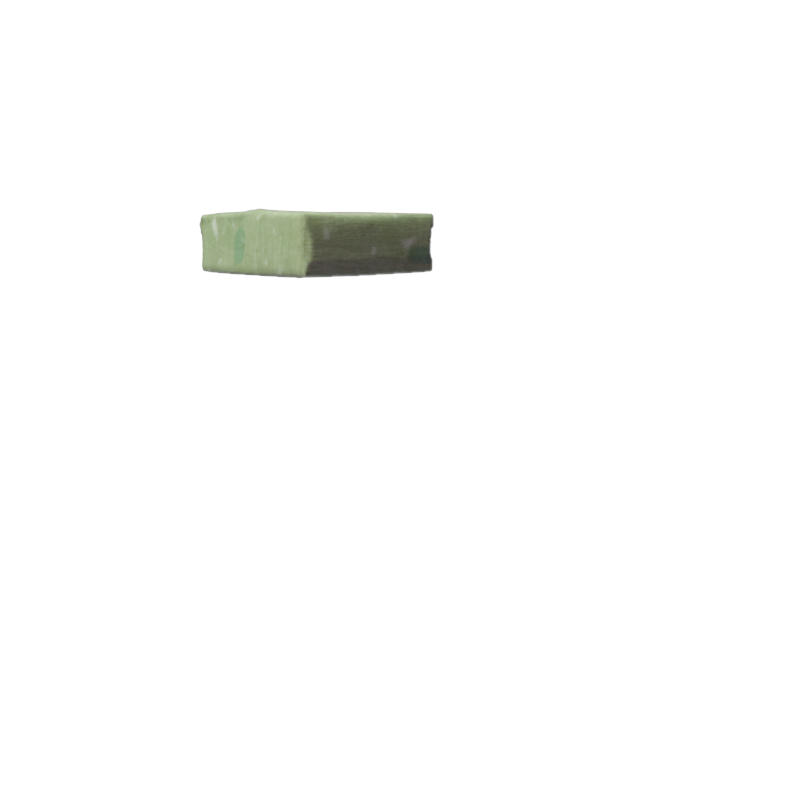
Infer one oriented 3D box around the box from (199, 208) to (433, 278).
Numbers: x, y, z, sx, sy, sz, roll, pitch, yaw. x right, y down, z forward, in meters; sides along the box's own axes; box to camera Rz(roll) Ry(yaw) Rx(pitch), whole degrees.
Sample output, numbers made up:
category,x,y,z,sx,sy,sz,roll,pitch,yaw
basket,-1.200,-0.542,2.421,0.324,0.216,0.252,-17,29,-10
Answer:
category,x,y,z,sx,sy,sz,roll,pitch,yaw
box,-0.041,-0.074,0.517,0.071,0.030,0.093,-6,10,-37
